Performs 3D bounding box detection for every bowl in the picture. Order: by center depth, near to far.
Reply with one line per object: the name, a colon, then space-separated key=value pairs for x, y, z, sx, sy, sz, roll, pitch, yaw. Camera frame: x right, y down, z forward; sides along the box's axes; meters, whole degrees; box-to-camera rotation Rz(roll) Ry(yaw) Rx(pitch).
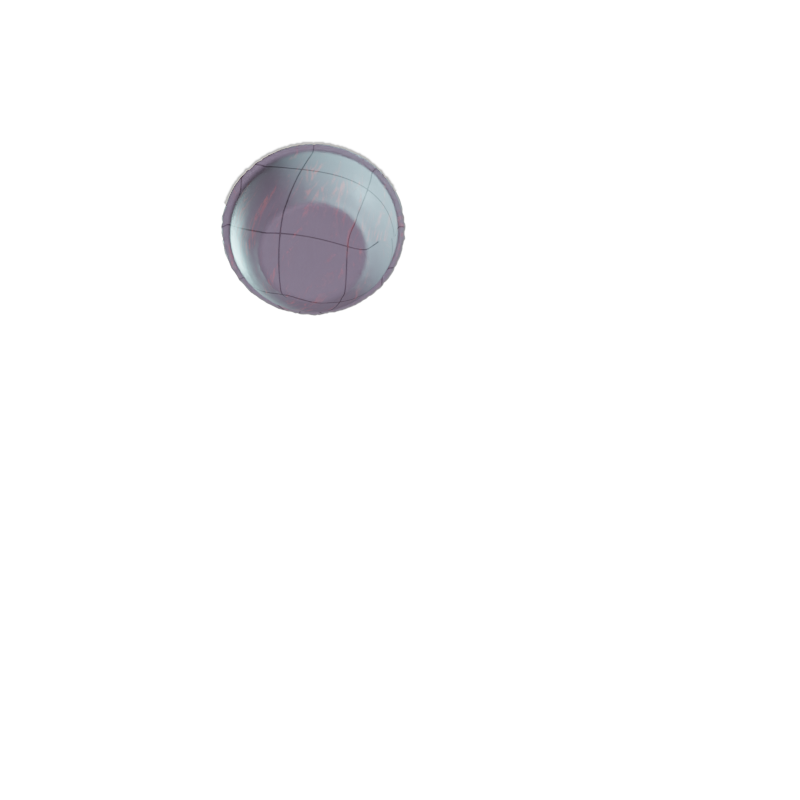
bowl: x=-0.075 y=-0.136 z=0.952 sx=0.162 sy=0.154 sz=0.058 roll=1 pitch=23 yaw=-1
